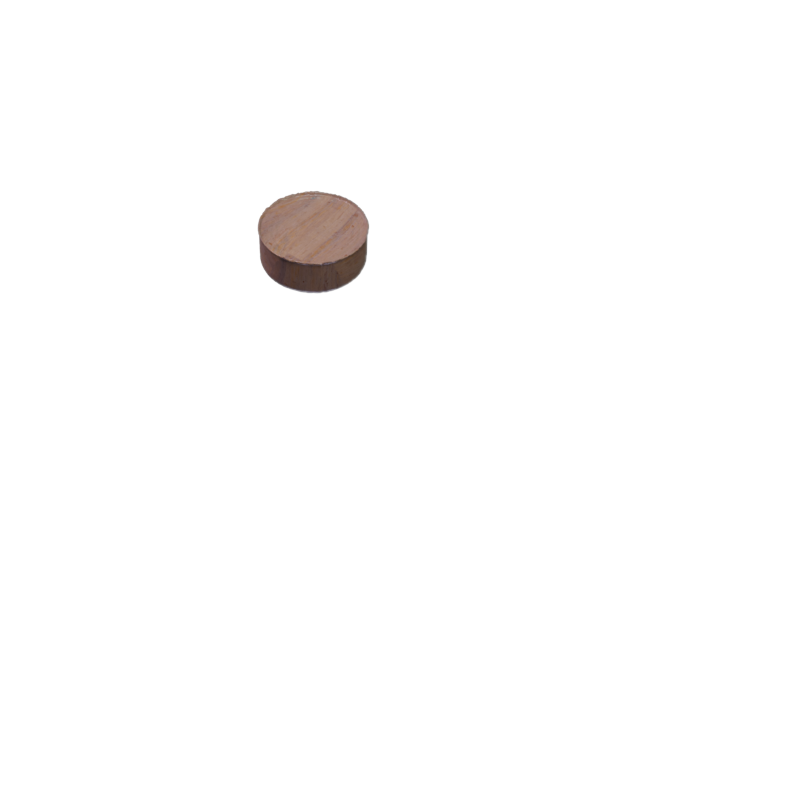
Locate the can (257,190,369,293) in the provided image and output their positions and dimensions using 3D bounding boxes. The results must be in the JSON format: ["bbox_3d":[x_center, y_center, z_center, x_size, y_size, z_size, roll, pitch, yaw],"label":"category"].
[{"bbox_3d":[-0.068,-0.123,0.863,0.086,0.092,0.031,-1,-44,-1],"label":"can"}]
